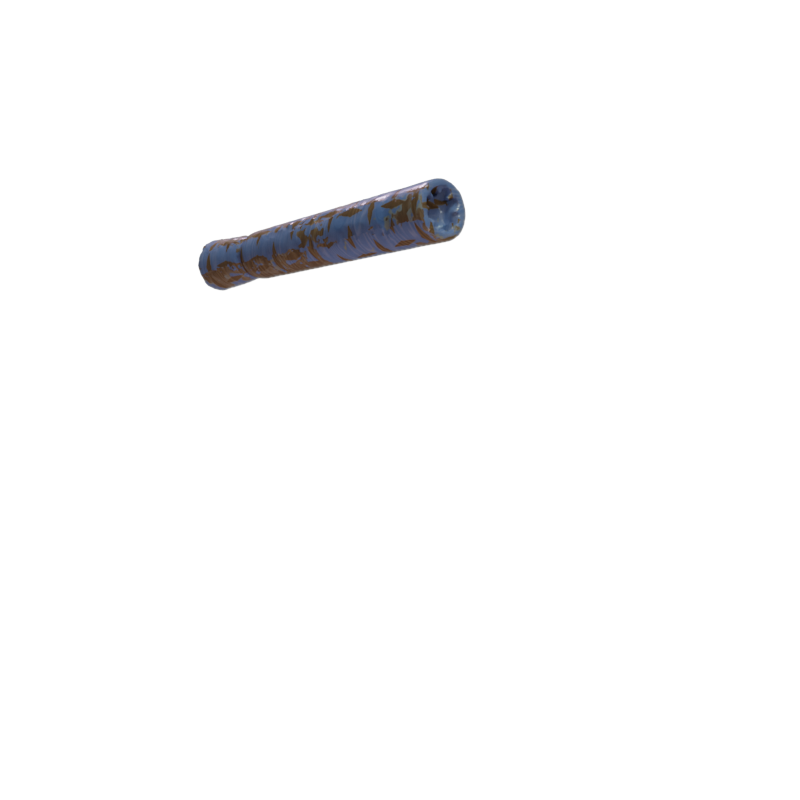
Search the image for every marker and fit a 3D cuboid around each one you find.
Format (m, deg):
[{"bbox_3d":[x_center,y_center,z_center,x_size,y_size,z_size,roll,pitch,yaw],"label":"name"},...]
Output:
[{"bbox_3d":[-0.029,-0.052,0.366,0.019,0.020,0.124,-3,-1,-42],"label":"marker"}]
